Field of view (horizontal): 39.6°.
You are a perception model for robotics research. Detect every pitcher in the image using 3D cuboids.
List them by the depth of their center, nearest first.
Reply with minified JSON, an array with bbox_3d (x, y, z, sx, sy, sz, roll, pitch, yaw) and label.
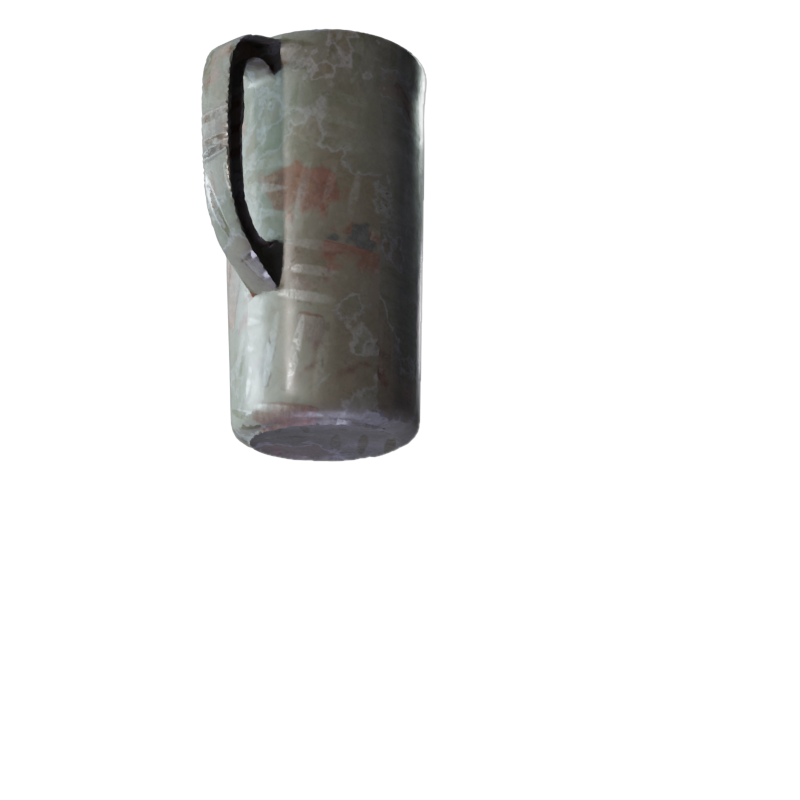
[{"bbox_3d":[-0.052,-0.095,0.668,0.147,0.256,0.140,3,-22,-12],"label":"pitcher"}]
